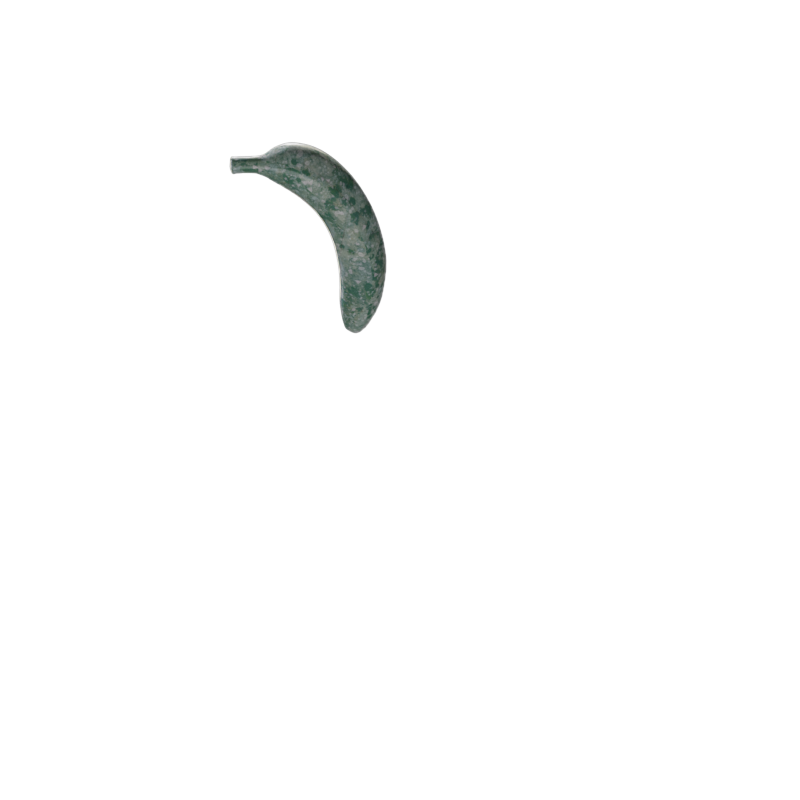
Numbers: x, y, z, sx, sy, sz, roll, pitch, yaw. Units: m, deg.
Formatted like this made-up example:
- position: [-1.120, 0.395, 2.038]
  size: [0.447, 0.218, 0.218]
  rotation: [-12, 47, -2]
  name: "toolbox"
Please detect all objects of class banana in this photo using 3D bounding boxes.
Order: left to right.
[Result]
- position: [-0.050, -0.126, 0.821]
  size: [0.070, 0.039, 0.183]
  rotation: [-20, -48, 18]
  name: "banana"
